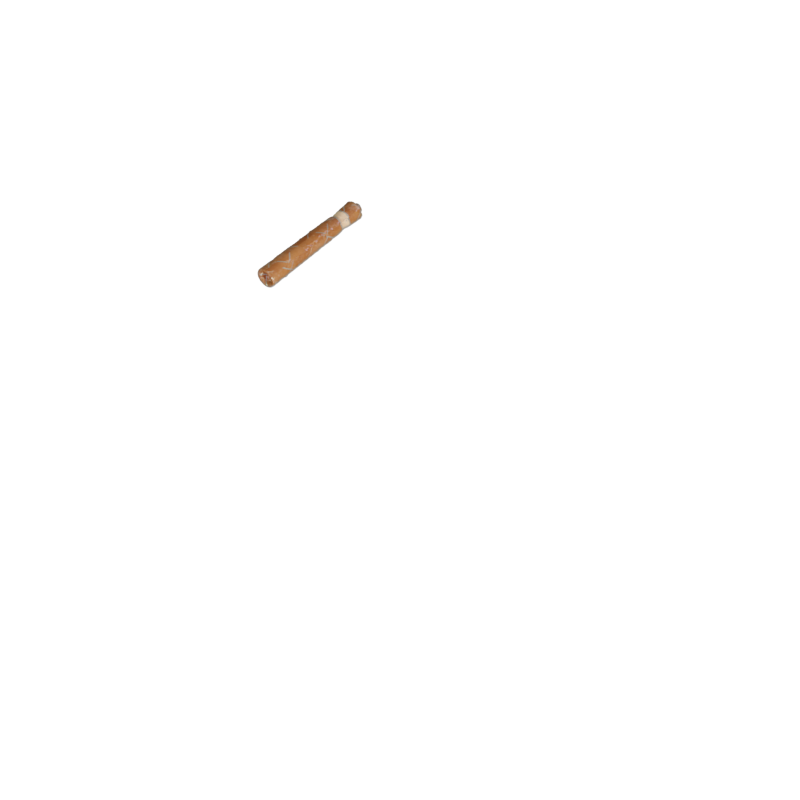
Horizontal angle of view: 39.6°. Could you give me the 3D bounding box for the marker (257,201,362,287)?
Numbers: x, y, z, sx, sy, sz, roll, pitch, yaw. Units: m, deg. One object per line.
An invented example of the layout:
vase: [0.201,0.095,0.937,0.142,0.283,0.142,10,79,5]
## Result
marker: [-0.075,-0.137,0.957,0.021,0.019,0.123,4,38,47]
